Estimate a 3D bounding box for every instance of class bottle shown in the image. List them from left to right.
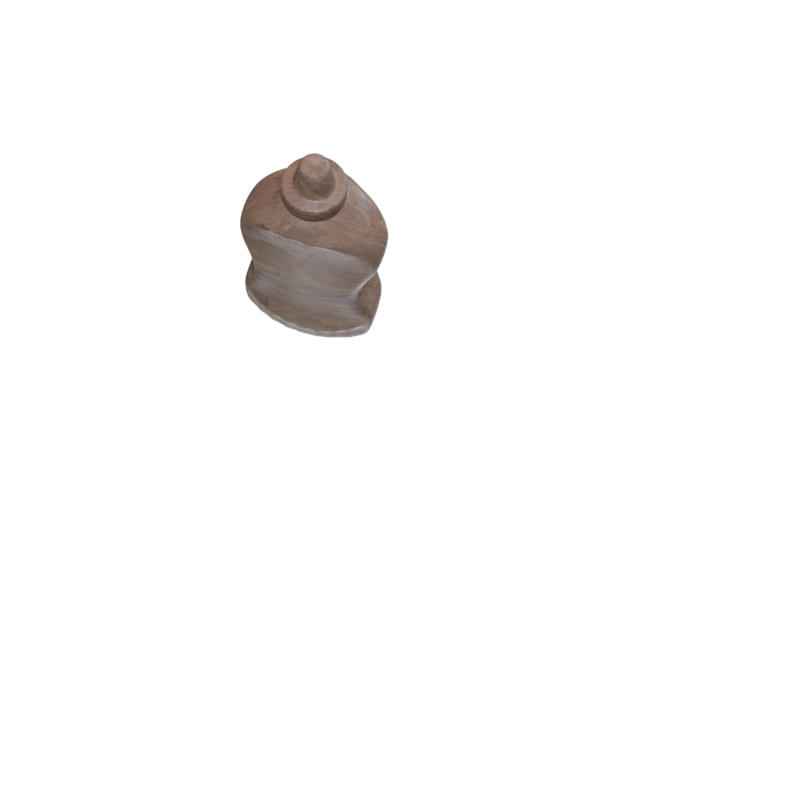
[{"bbox_3d":[-0.057,-0.105,0.733,0.097,0.061,0.182,20,-21,4],"label":"bottle"}]
